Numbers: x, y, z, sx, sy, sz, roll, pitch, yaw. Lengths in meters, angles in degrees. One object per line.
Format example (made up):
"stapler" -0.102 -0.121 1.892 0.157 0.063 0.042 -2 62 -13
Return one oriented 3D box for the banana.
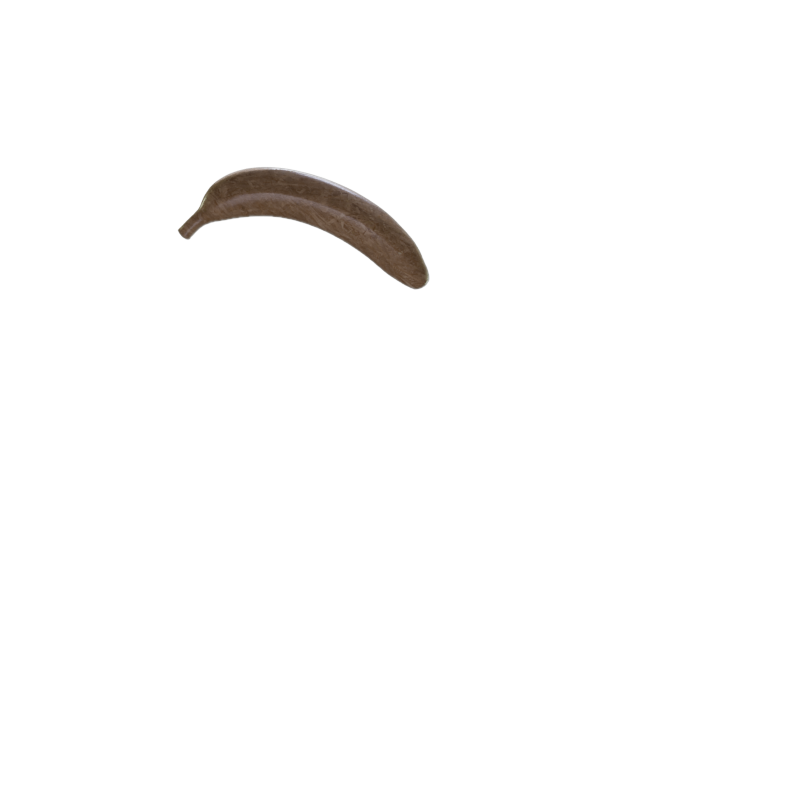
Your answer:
"banana" -0.065 -0.137 0.845 0.195 0.066 0.039 13 30 -7
